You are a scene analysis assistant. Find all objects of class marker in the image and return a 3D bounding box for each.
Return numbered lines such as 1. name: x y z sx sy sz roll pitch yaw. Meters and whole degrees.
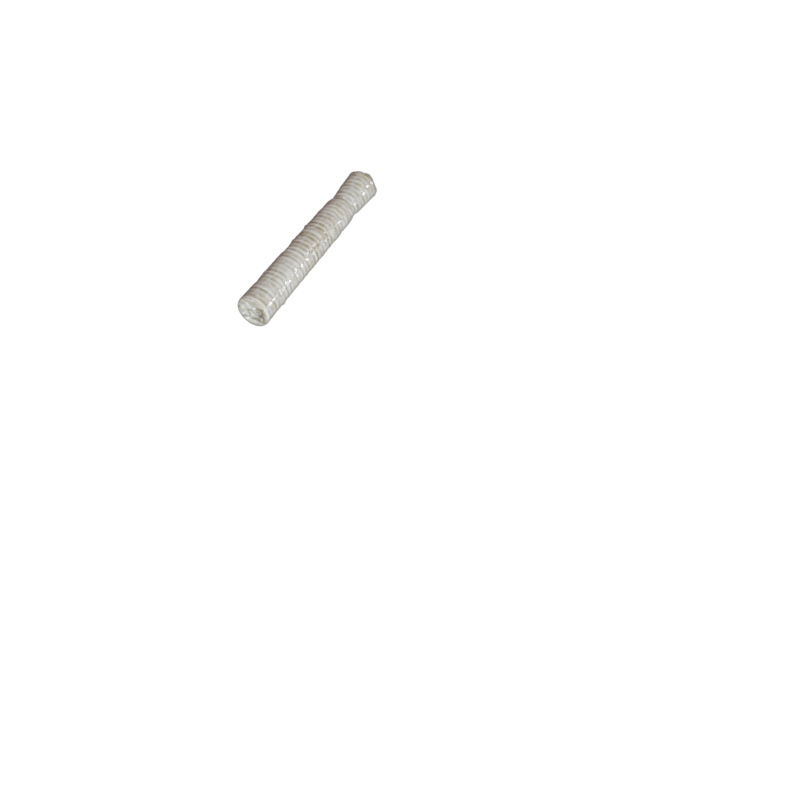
1. marker: -0.047 -0.085 0.597 0.020 0.018 0.125 2 42 36
